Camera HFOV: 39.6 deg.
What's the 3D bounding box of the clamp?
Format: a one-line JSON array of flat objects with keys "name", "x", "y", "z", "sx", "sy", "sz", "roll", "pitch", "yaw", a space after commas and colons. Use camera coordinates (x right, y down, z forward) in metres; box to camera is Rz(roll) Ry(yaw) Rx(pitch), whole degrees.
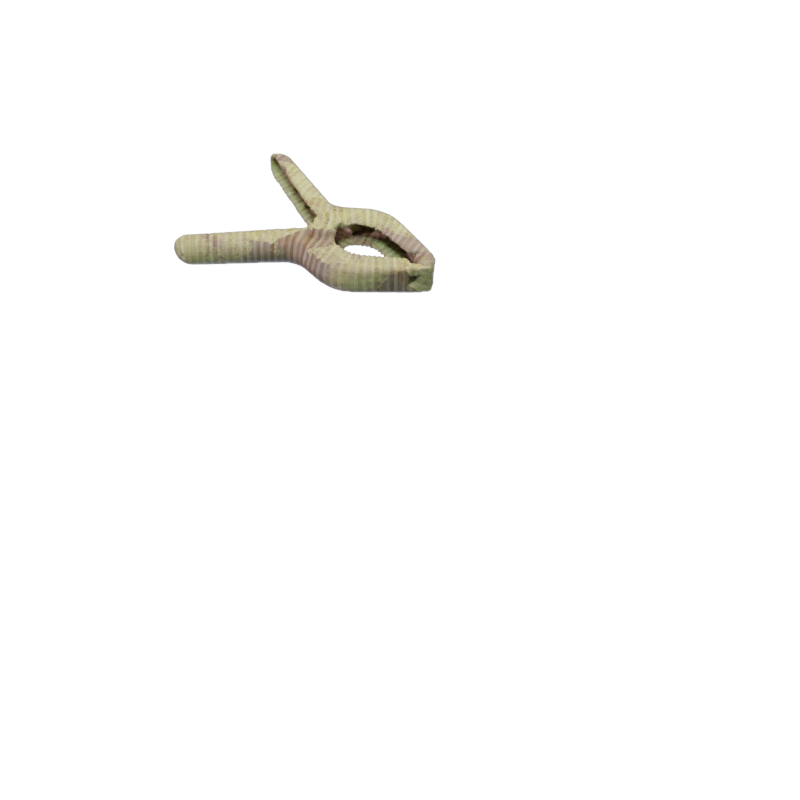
[{"name": "clamp", "x": -0.073, "y": -0.133, "z": 0.933, "sx": 0.221, "sy": 0.034, "sz": 0.167, "roll": 26, "pitch": 49, "yaw": 25}]
